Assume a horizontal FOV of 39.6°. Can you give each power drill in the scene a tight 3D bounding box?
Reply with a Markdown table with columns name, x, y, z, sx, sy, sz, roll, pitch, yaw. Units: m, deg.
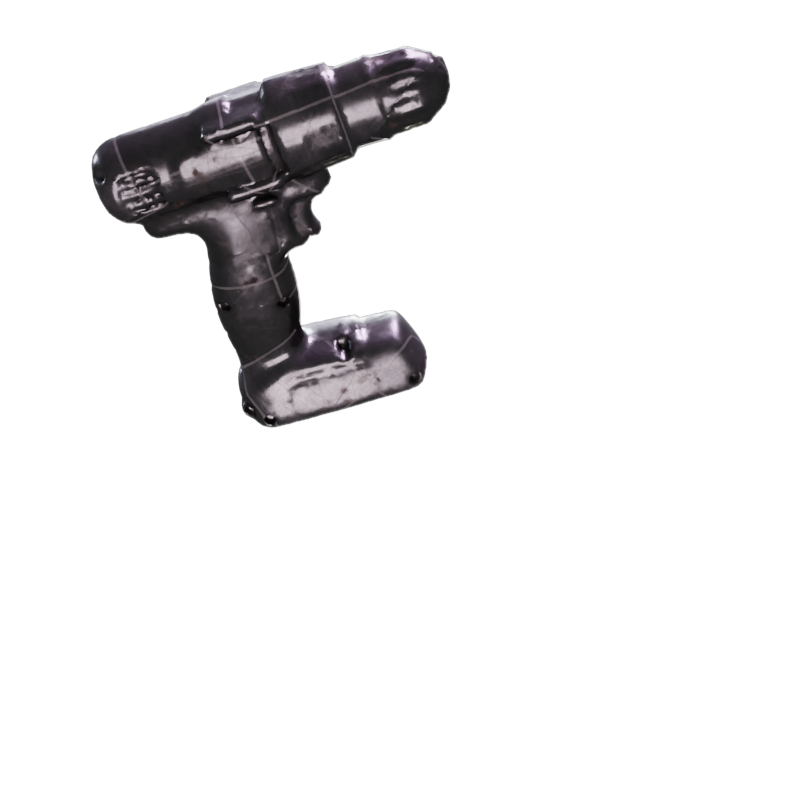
| name | x | y | z | sx | sy | sz | roll | pitch | yaw |
| --- | --- | --- | --- | --- | --- | --- | --- | --- | --- |
| power drill | -0.046 | -0.084 | 0.586 | 0.185 | 0.175 | 0.061 | -15 | 30 | 9 |
